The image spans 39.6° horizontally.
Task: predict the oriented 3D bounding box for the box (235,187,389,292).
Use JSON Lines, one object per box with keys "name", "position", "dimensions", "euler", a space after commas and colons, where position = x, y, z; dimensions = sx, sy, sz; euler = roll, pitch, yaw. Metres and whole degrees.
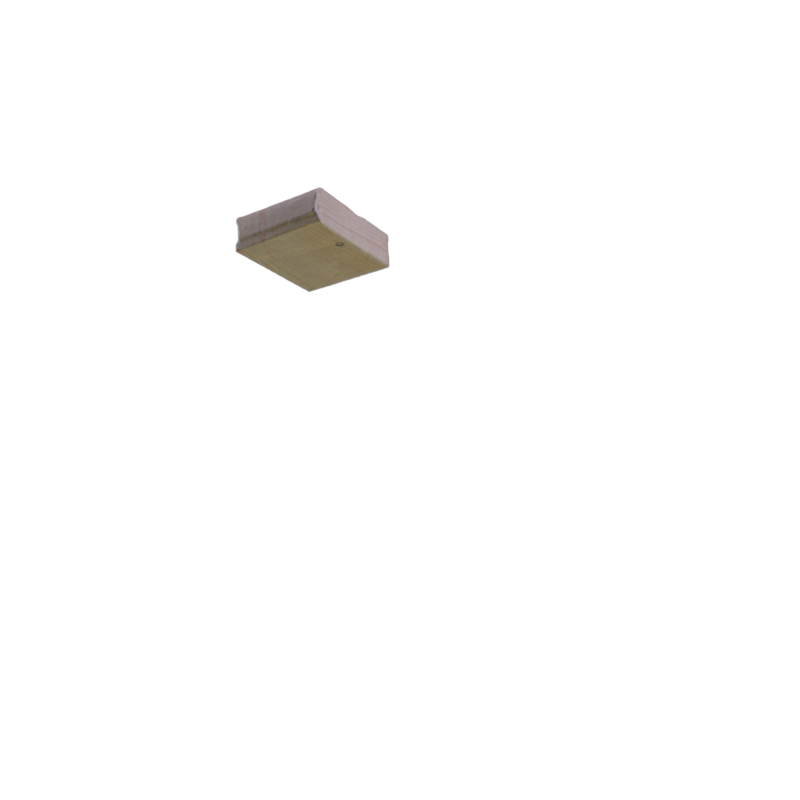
{"name": "box", "position": [-0.062, -0.112, 0.785], "dimensions": [0.074, 0.032, 0.083], "euler": [-15, -26, 32]}
